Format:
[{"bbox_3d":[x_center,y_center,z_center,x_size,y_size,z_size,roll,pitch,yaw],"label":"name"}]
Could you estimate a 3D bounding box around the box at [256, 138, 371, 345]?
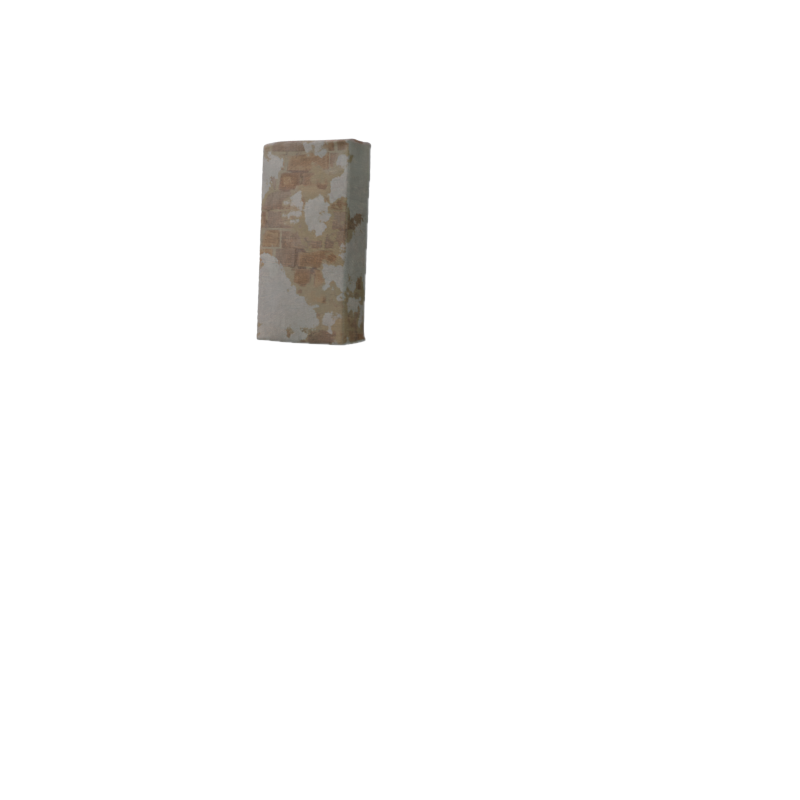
[{"bbox_3d":[-0.076,-0.139,0.971,0.097,0.176,0.046,1,1,30],"label":"box"}]
